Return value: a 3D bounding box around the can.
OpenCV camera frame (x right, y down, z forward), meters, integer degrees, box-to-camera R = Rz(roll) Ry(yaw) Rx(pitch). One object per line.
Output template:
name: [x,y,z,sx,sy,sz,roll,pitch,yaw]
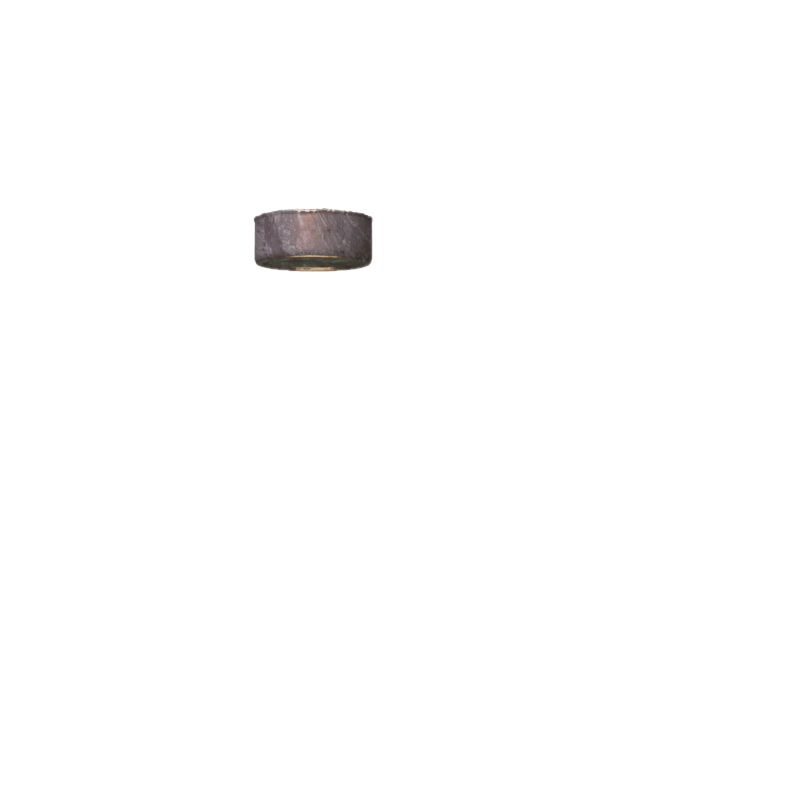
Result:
can: [-0.062,-0.113,0.794,0.086,0.034,0.085,0,-2,-2]
